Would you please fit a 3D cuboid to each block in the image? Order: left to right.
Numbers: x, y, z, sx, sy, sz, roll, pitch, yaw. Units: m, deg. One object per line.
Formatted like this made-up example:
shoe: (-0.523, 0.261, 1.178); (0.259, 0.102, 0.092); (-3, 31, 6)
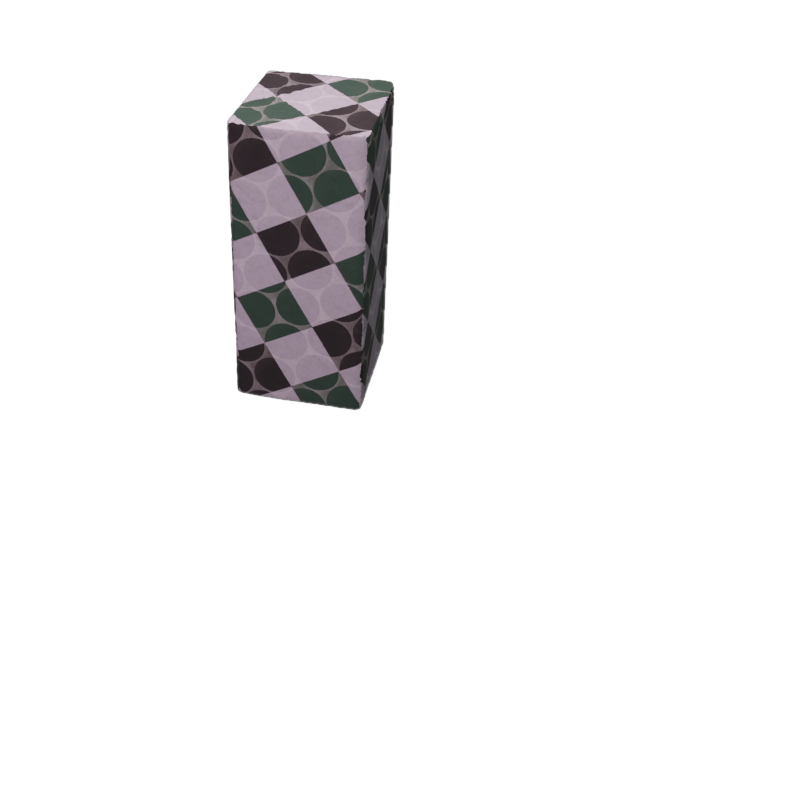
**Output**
block: (-0.058, -0.107, 0.748); (0.092, 0.194, 0.095); (8, 33, 9)
